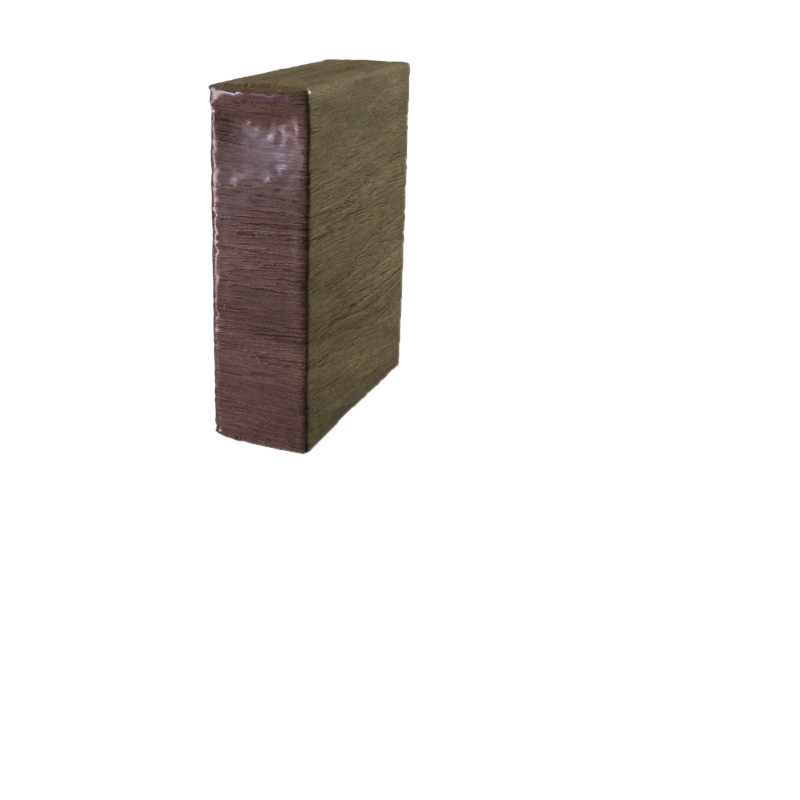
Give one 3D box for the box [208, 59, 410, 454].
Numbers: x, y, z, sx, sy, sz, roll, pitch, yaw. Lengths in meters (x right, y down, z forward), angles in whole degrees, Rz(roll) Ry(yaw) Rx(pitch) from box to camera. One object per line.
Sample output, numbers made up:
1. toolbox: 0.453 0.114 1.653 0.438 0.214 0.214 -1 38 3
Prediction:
1. box: -0.054 -0.099 0.695 0.074 0.206 0.165 7 19 19
